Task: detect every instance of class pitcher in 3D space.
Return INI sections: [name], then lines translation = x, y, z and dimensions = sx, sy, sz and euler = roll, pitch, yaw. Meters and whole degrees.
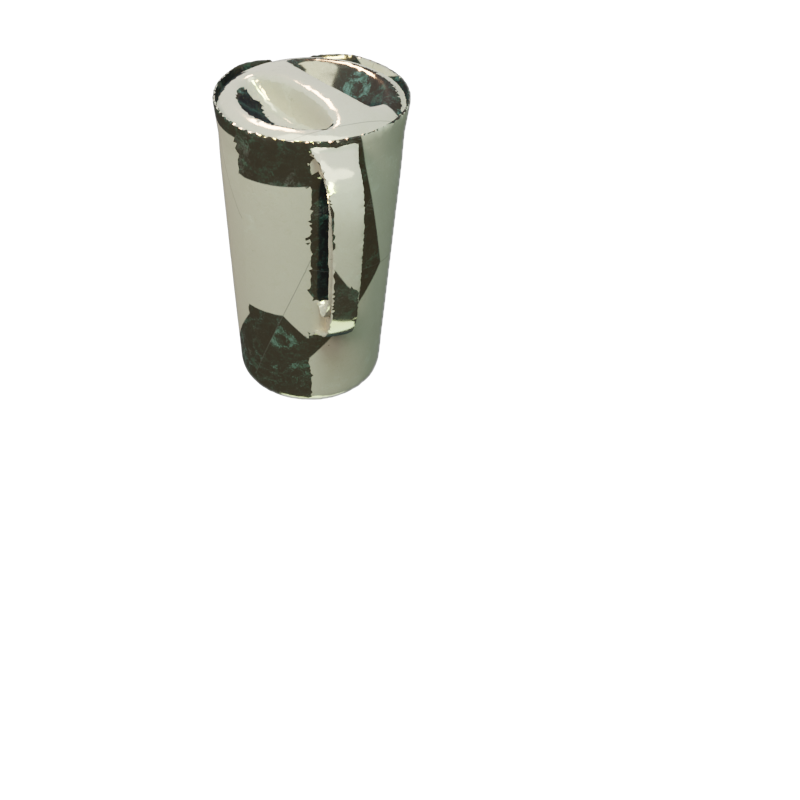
[pitcher]
translation = -0.063, -0.114, 0.800
dimensions = 0.151, 0.227, 0.153
euler = 20, 41, 21
